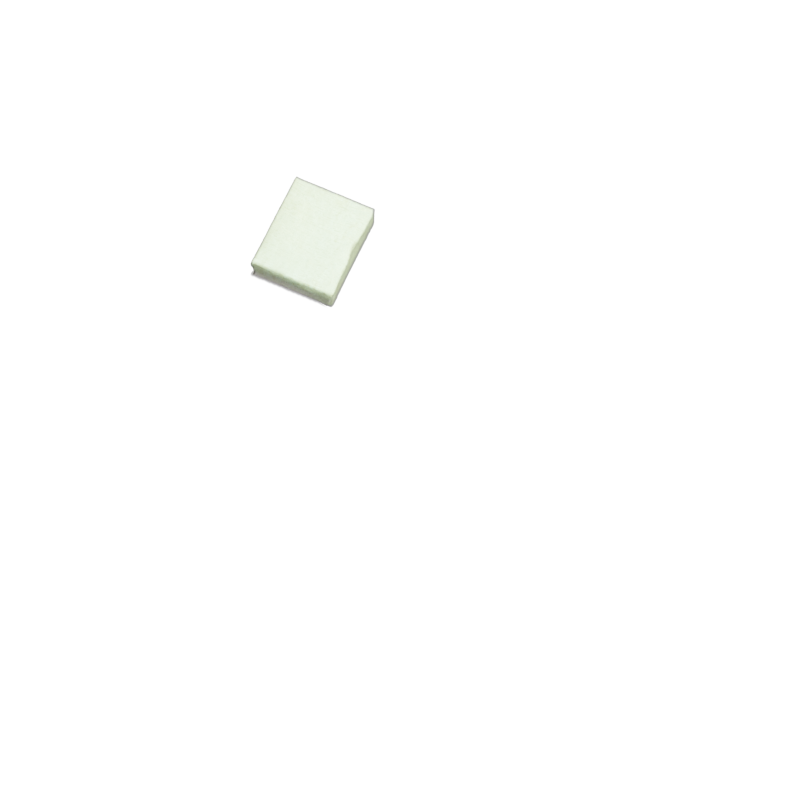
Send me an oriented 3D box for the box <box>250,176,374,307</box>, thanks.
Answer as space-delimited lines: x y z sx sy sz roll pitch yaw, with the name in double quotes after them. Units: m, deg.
-0.071 -0.130 0.910 0.075 0.092 0.029 22 -22 9 "box"
